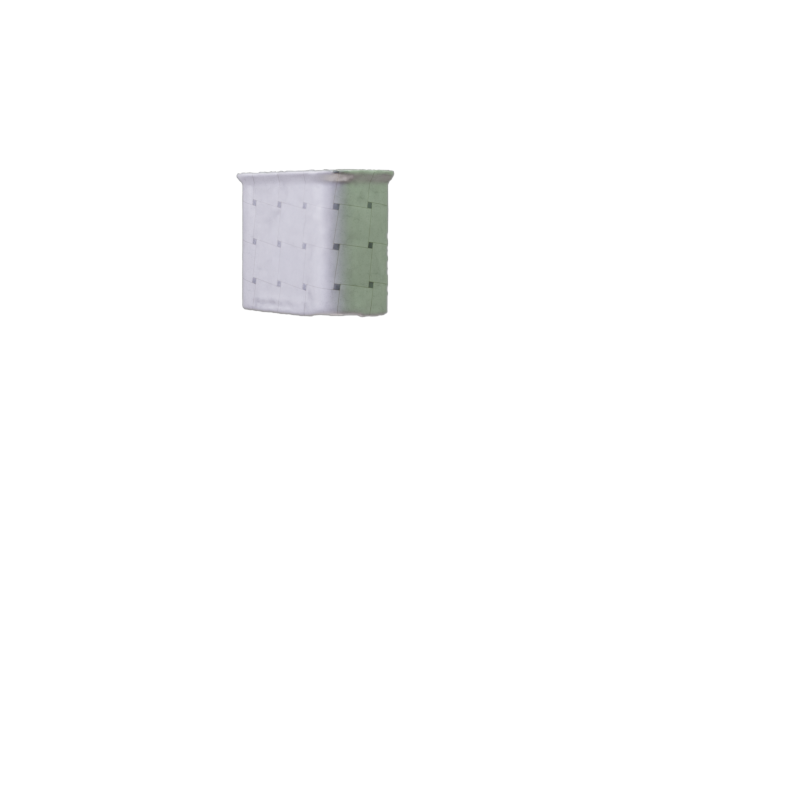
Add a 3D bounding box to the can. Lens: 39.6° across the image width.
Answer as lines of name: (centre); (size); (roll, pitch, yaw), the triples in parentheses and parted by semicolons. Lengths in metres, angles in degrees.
can: (-0.052, -0.094, 0.662); (0.055, 0.083, 0.107); (-4, 8, -43)
